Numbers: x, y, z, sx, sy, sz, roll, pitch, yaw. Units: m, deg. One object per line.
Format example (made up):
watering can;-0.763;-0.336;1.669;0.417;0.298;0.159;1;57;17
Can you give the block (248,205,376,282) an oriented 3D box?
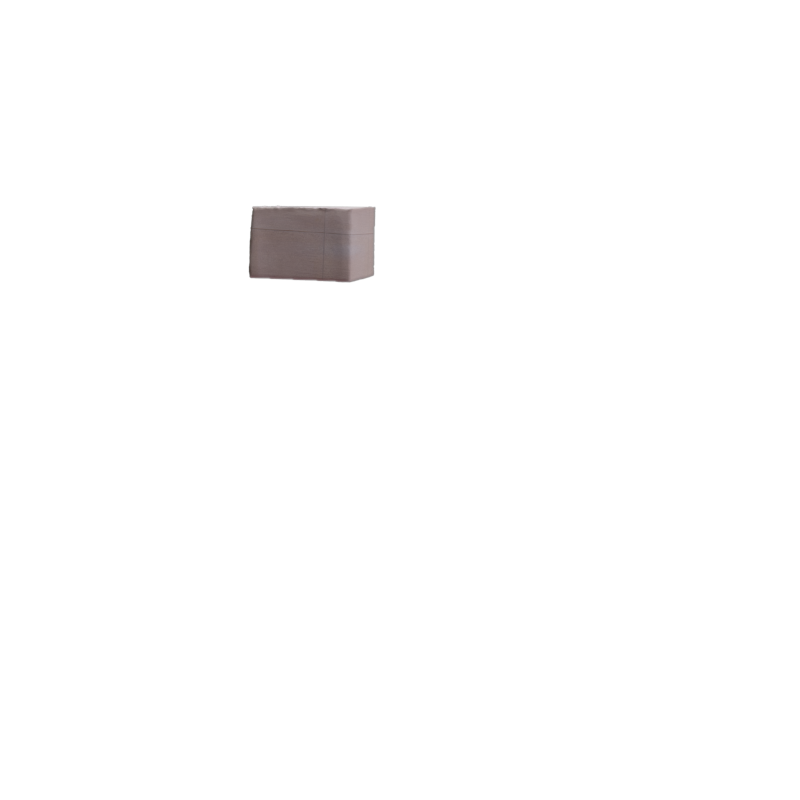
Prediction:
block;-0.062;-0.112;0.787;0.080;0.051;0.052;4;8;20
